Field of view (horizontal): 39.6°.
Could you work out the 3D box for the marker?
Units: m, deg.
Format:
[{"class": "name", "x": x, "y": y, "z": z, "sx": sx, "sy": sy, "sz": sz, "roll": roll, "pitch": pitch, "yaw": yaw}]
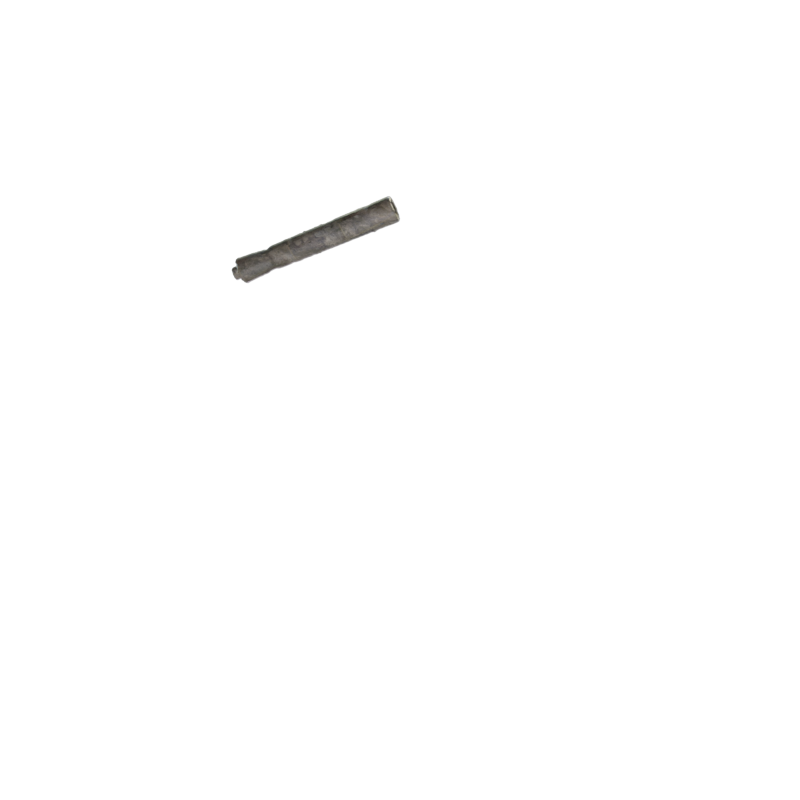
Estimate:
[{"class": "marker", "x": -0.059, "y": -0.108, "z": 0.755, "sx": 0.121, "sy": 0.020, "sz": 0.020, "roll": -20, "pitch": 0, "yaw": 12}]
